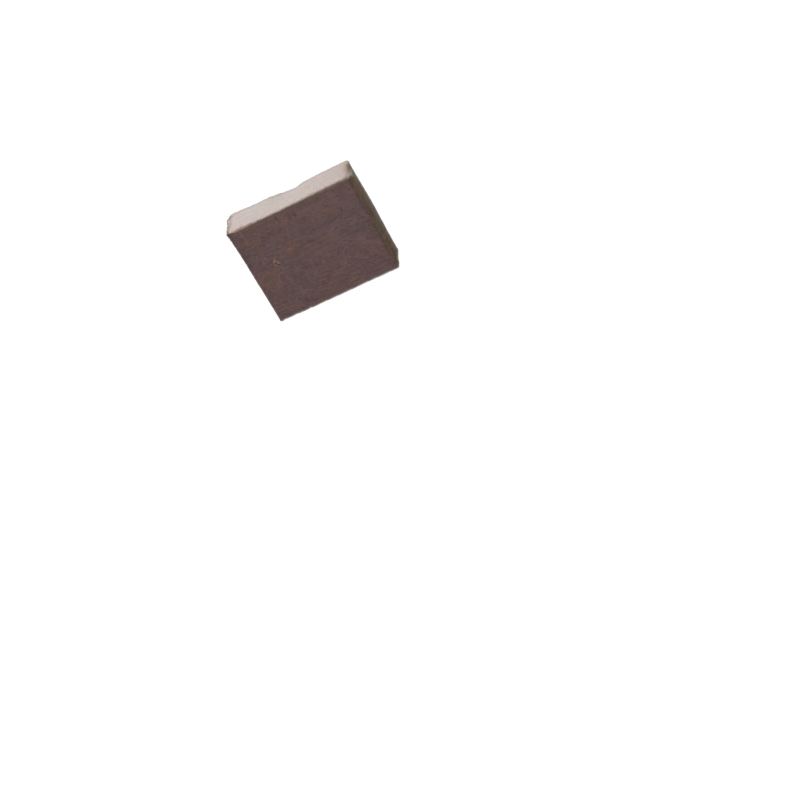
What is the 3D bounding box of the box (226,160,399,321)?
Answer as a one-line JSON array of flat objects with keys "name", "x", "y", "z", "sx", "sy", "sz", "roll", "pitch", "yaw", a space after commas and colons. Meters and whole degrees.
[{"name": "box", "x": -0.056, "y": -0.101, "z": 0.709, "sx": 0.089, "sy": 0.068, "sz": 0.032, "roll": -23, "pitch": 29, "yaw": 13}]
